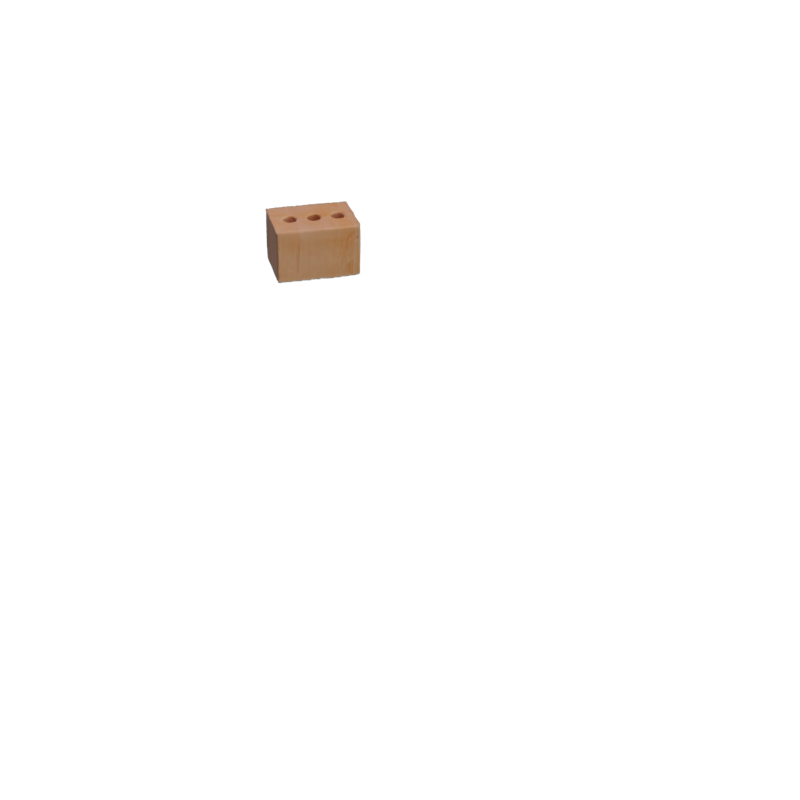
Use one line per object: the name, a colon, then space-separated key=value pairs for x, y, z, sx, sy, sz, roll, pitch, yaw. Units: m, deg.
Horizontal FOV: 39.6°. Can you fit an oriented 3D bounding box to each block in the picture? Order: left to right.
block: x=-0.078 y=-0.142 z=0.995 sx=0.077 sy=0.048 sz=0.057 roll=-7 pitch=31 yaw=-13
